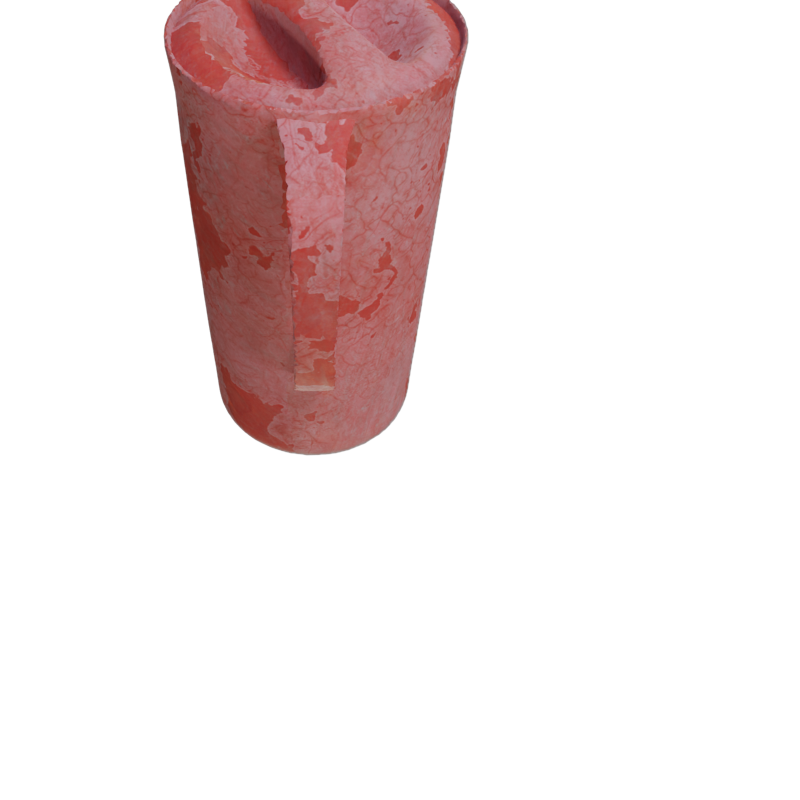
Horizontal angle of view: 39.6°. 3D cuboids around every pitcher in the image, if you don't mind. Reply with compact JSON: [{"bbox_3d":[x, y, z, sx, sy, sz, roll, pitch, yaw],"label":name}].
[{"bbox_3d":[-0.043,-0.079,0.551,0.154,0.226,0.150,33,51,28],"label":"pitcher"}]
